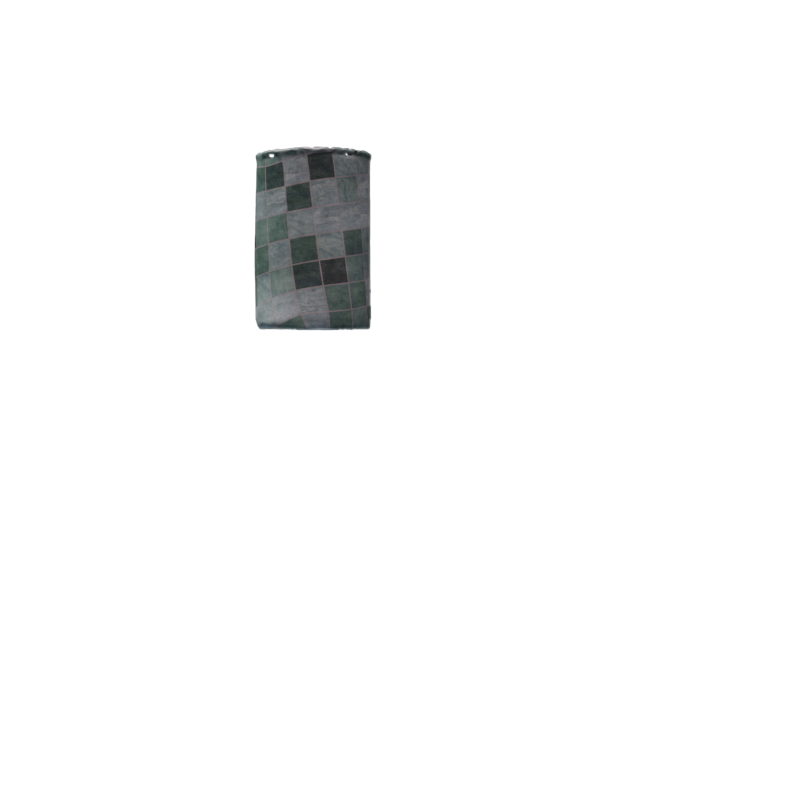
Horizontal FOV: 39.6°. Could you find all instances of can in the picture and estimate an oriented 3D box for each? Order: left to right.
[{"bbox_3d":[-0.051,-0.092,0.645,0.068,0.103,0.068,0,-2,-2],"label":"can"}]
